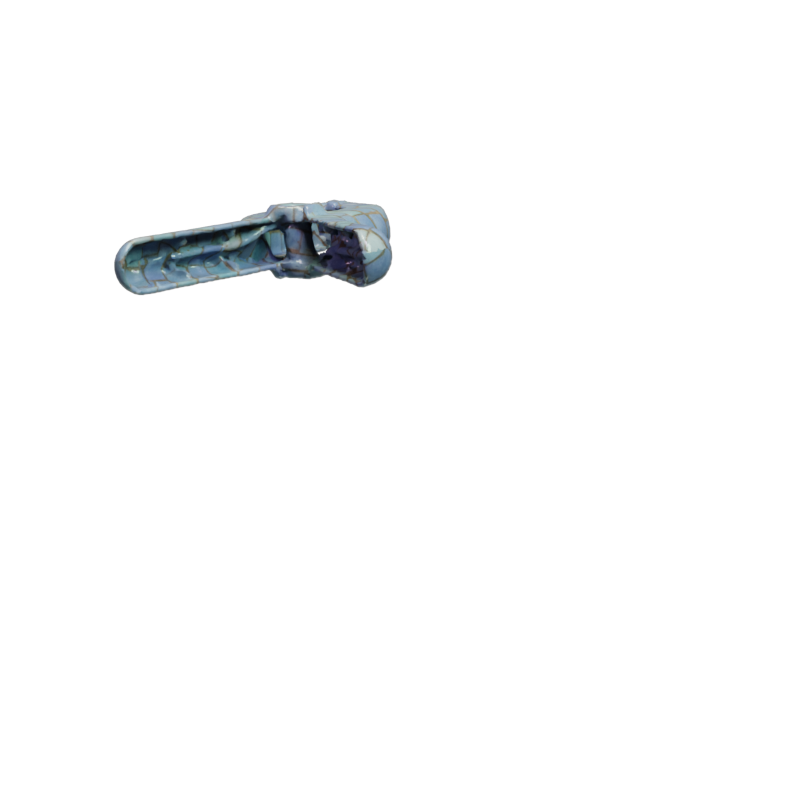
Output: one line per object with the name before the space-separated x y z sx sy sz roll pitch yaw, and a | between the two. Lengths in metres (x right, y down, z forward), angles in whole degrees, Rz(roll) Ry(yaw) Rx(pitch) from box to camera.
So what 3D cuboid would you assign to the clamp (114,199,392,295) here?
clamp | -0.041 -0.075 0.524 0.124 0.038 0.172 7 19 21
